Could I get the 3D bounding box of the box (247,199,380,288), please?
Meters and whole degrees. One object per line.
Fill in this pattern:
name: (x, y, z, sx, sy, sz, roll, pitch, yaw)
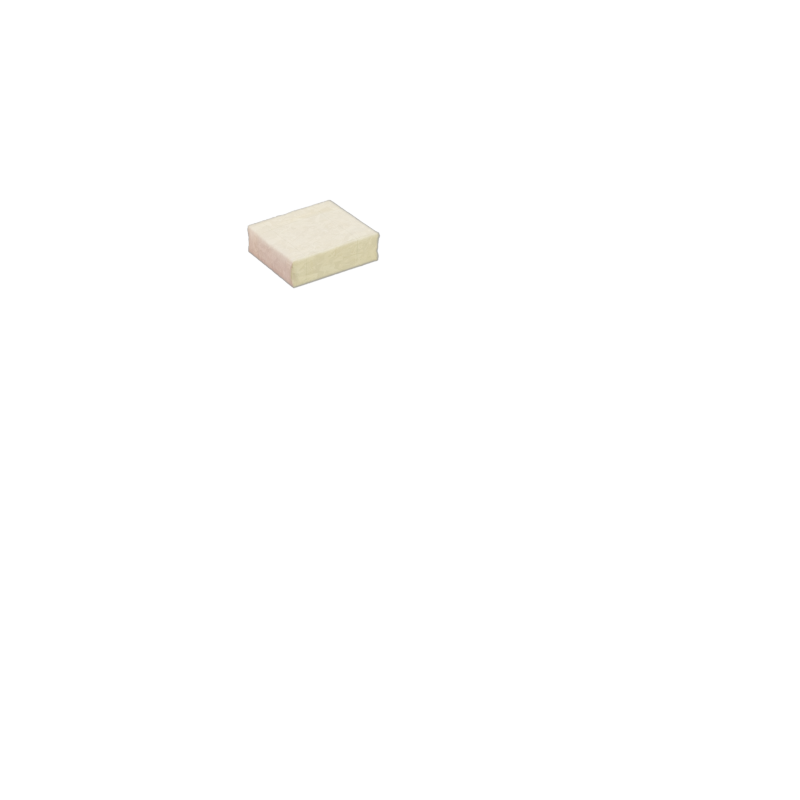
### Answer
box: (-0.073, -0.134, 0.937, 0.088, 0.028, 0.079, -22, 41, -28)
